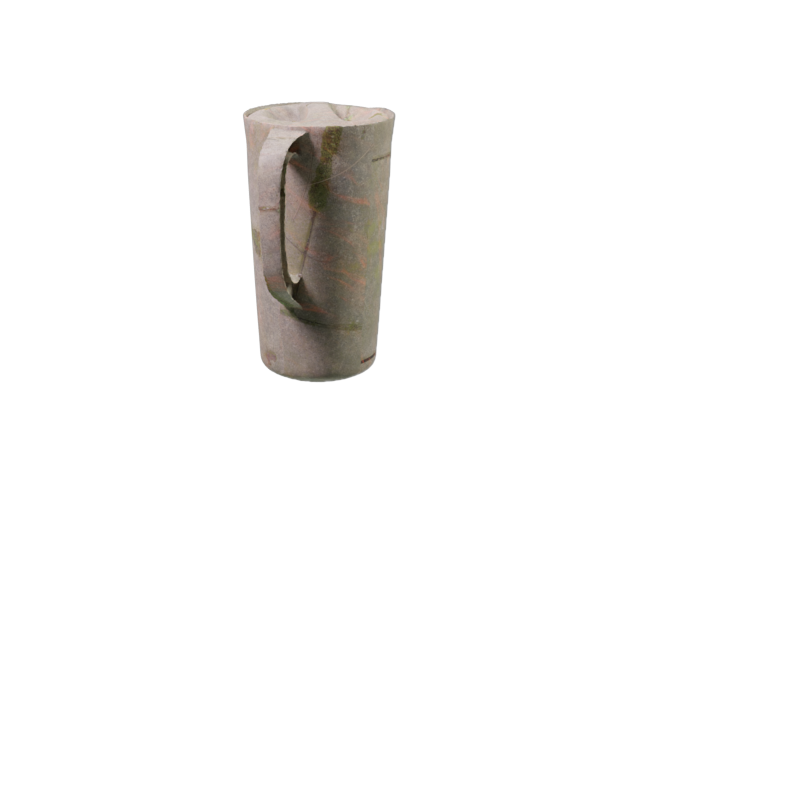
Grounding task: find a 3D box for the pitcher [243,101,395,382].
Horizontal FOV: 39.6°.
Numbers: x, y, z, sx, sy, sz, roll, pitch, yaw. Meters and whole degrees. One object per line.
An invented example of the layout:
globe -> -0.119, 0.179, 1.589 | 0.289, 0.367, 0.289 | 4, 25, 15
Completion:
pitcher -> -0.078, -0.142, 0.991 | 0.146, 0.234, 0.154 | -7, 20, -25
